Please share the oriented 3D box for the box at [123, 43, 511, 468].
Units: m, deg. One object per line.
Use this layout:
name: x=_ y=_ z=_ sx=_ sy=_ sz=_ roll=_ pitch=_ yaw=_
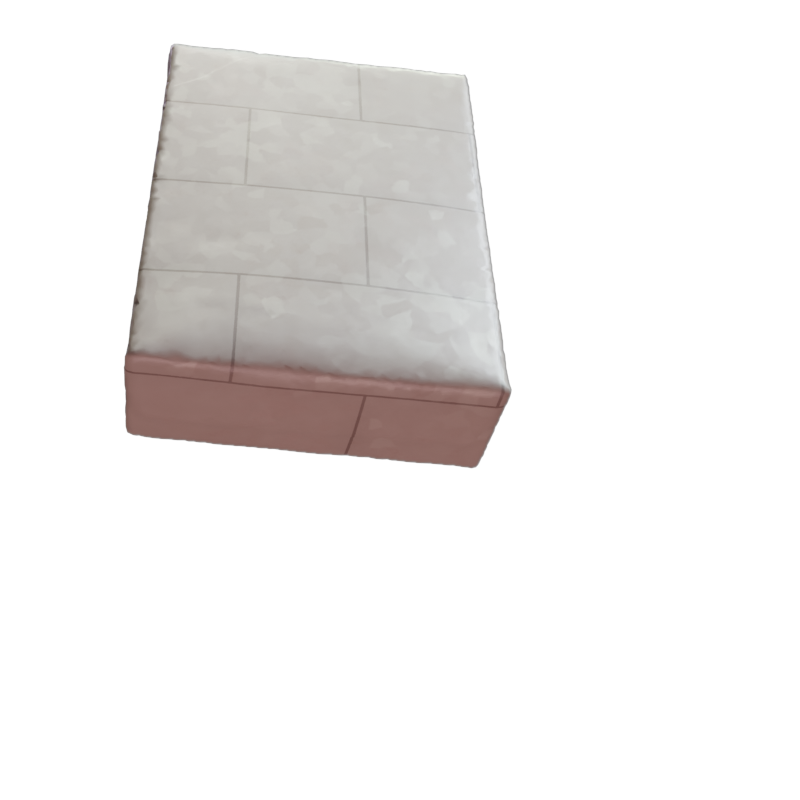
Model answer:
box: x=-0.043 y=-0.078 z=0.550 sx=0.162 sy=0.229 sz=0.068 roll=4 pitch=-41 yaw=-8
